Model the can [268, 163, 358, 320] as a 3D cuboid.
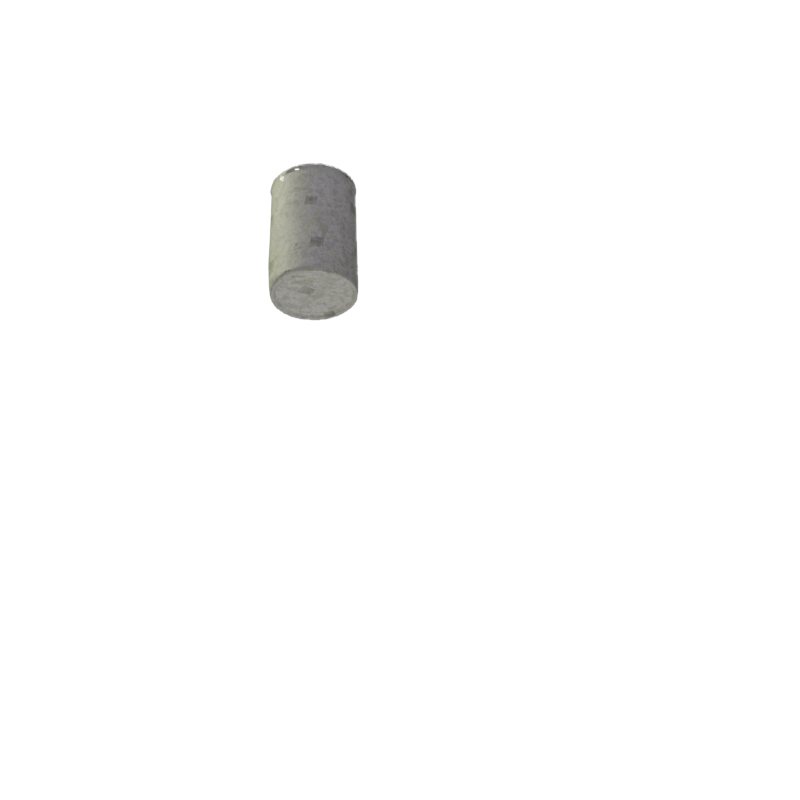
[{"bbox_3d":[-0.066,-0.121,0.848,0.068,0.109,0.064,-1,-34,-2],"label":"can"}]
